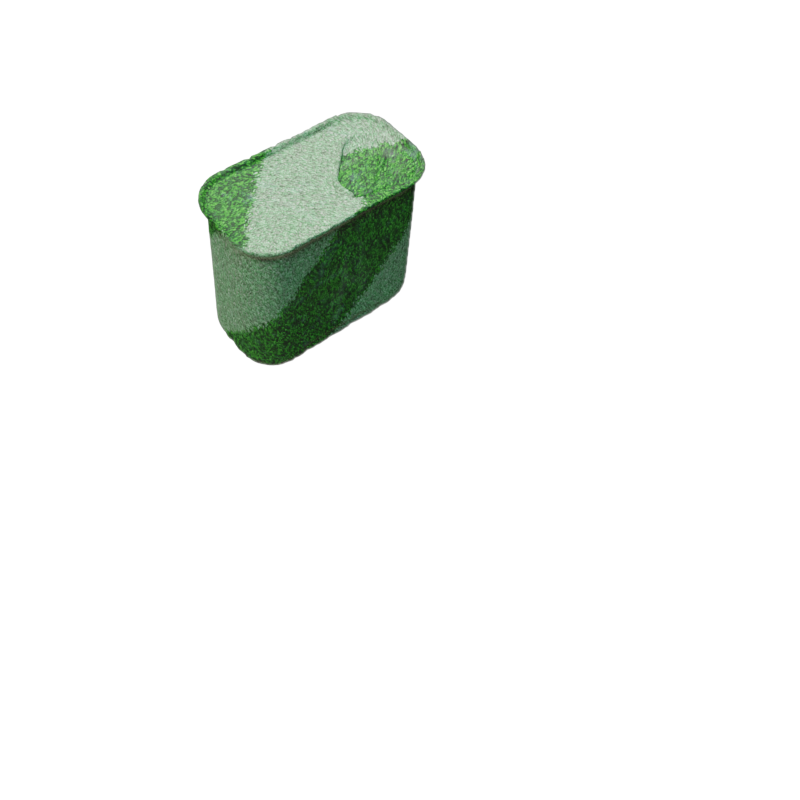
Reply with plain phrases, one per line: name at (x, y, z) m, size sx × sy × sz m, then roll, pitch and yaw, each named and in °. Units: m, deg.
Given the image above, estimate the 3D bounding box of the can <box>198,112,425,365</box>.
can at (-0.041, -0.075, 0.522) m, size 0.102 × 0.078 × 0.061 m, roll -32°, pitch 59°, yaw -24°
